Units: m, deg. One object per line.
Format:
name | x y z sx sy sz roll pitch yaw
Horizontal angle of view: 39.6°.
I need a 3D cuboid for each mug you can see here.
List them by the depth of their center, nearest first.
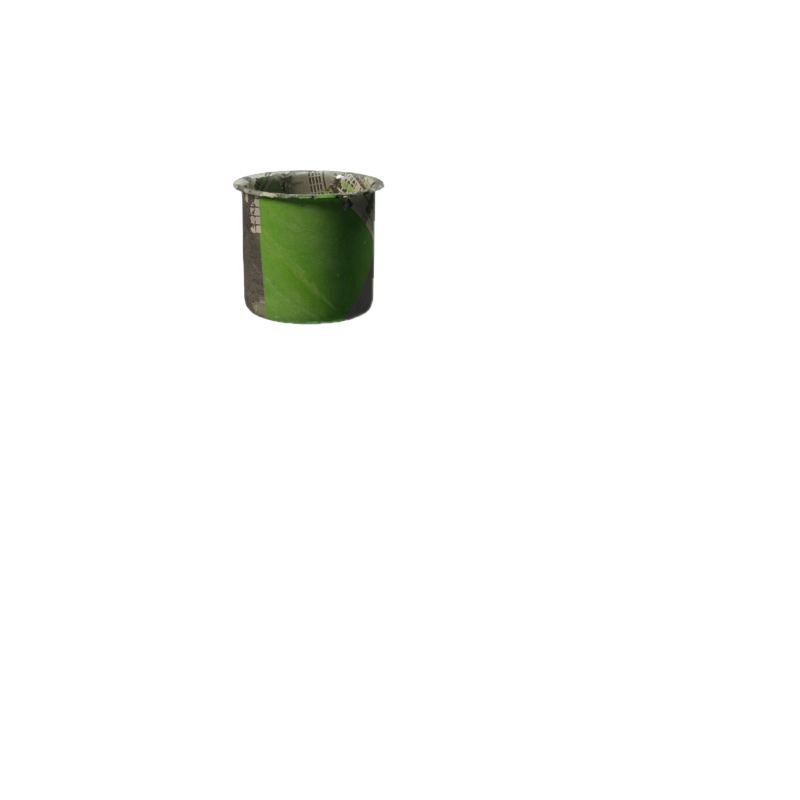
mug | -0.055 -0.100 0.702 0.095 0.079 0.120 4 18 10
